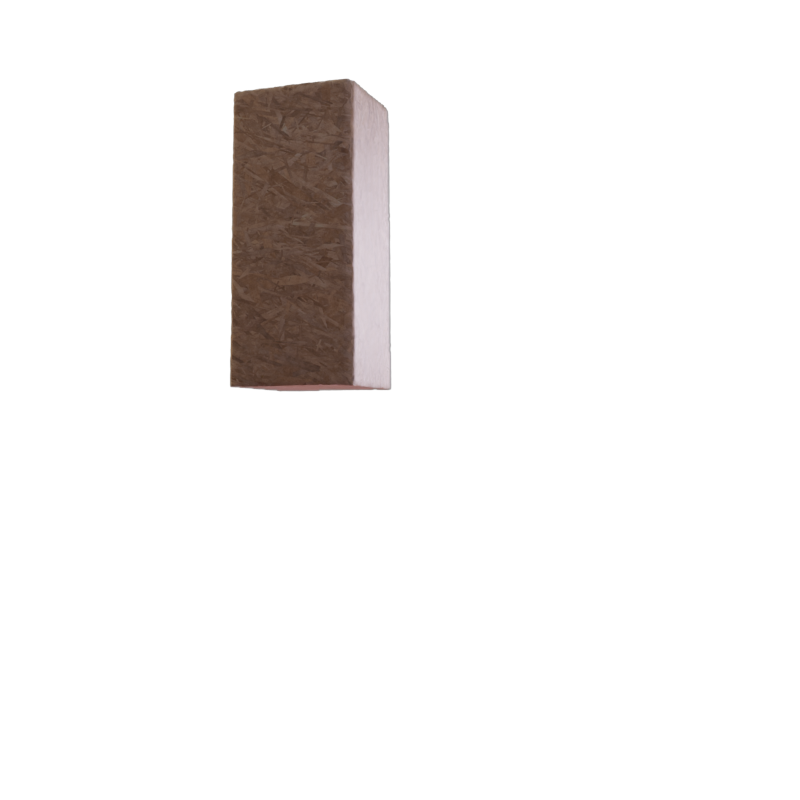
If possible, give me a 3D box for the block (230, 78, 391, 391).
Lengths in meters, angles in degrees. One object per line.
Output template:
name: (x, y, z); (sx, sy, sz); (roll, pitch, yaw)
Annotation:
block: (-0.061, -0.112, 0.784); (0.092, 0.211, 0.087); (-3, -9, 19)
